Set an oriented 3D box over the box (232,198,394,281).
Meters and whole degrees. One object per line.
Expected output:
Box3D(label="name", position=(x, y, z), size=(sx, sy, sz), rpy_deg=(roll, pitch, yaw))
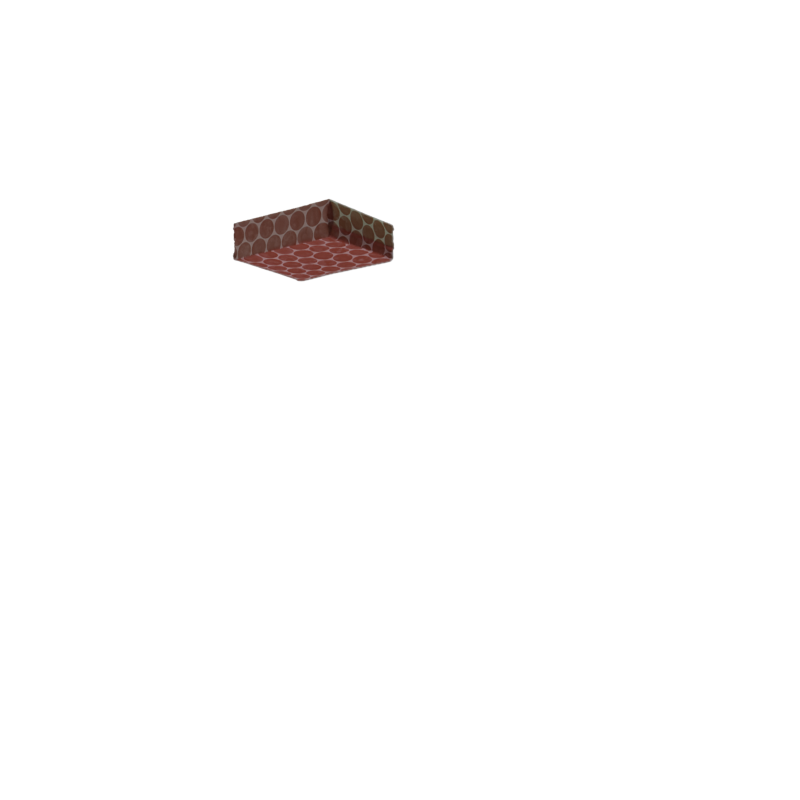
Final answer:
Box3D(label="box", position=(-0.075, -0.138, 0.964), size=(0.116, 0.040, 0.085), rpy_deg=(-9, -15, 37))
